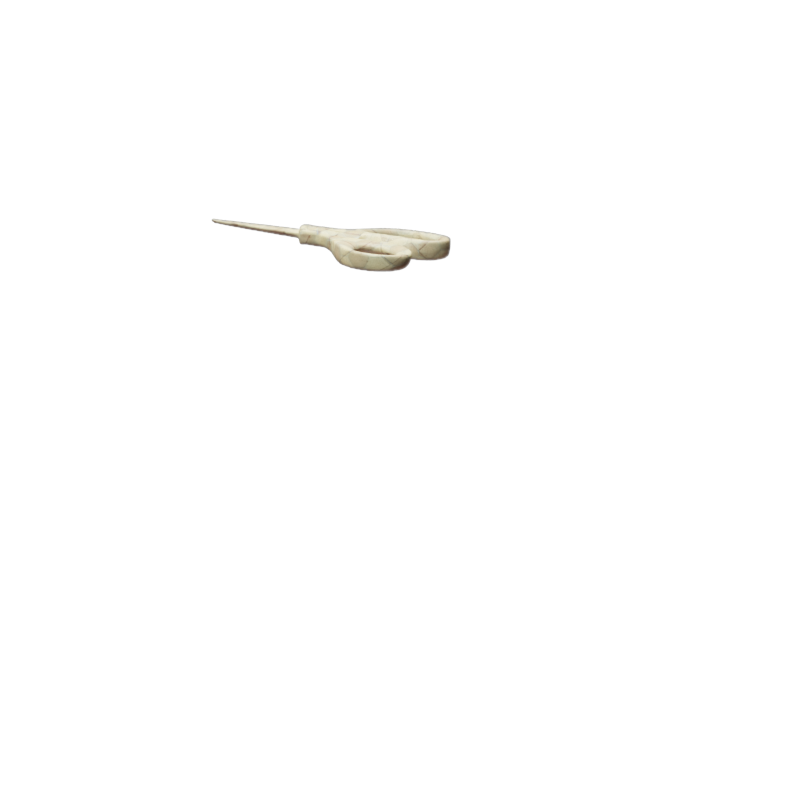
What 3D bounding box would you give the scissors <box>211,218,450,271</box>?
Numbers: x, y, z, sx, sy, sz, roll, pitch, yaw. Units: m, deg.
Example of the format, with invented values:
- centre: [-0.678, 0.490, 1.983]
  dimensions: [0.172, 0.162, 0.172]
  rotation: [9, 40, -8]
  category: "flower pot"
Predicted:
- centre: [-0.065, -0.119, 0.831]
  dimensions: [0.207, 0.015, 0.098]
  rotation: [6, 21, 16]
  category: "scissors"
